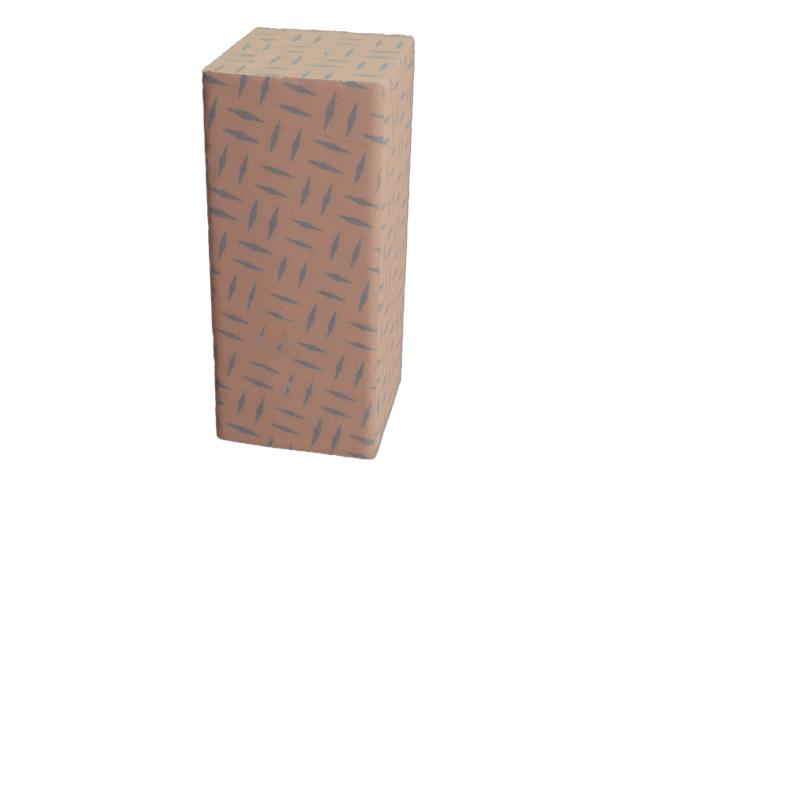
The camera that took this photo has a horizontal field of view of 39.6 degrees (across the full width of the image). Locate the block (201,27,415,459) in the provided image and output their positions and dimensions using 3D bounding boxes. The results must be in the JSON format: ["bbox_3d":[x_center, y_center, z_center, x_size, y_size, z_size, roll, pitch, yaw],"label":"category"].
[{"bbox_3d":[-0.045,-0.084,0.587,0.092,0.195,0.094,7,27,10],"label":"block"}]
